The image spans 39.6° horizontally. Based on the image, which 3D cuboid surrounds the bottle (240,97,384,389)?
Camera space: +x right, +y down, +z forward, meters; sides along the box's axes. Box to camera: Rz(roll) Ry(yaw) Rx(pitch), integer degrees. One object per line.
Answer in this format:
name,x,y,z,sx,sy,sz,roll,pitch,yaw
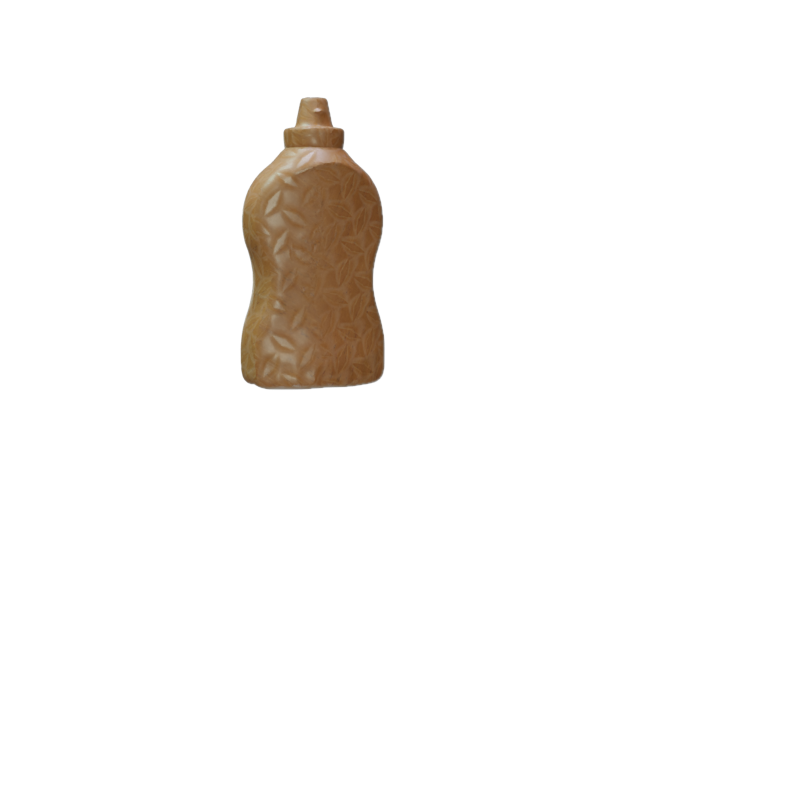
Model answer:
bottle,-0.058,-0.106,0.743,0.093,0.191,0.060,-1,1,-23
